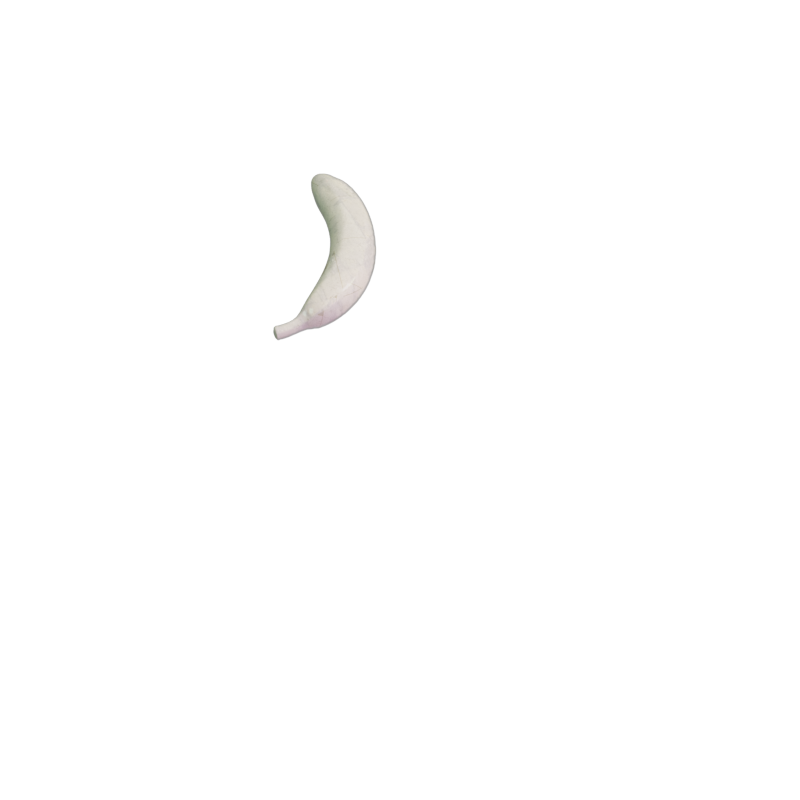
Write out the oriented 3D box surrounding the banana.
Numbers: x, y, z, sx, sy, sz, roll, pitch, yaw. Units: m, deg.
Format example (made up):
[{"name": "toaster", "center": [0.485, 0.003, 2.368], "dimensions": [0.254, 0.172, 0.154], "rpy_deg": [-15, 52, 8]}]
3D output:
[{"name": "banana", "center": [-0.053, -0.125, 0.906], "dimensions": [0.070, 0.034, 0.210], "rpy_deg": [5, 45, 4]}]
